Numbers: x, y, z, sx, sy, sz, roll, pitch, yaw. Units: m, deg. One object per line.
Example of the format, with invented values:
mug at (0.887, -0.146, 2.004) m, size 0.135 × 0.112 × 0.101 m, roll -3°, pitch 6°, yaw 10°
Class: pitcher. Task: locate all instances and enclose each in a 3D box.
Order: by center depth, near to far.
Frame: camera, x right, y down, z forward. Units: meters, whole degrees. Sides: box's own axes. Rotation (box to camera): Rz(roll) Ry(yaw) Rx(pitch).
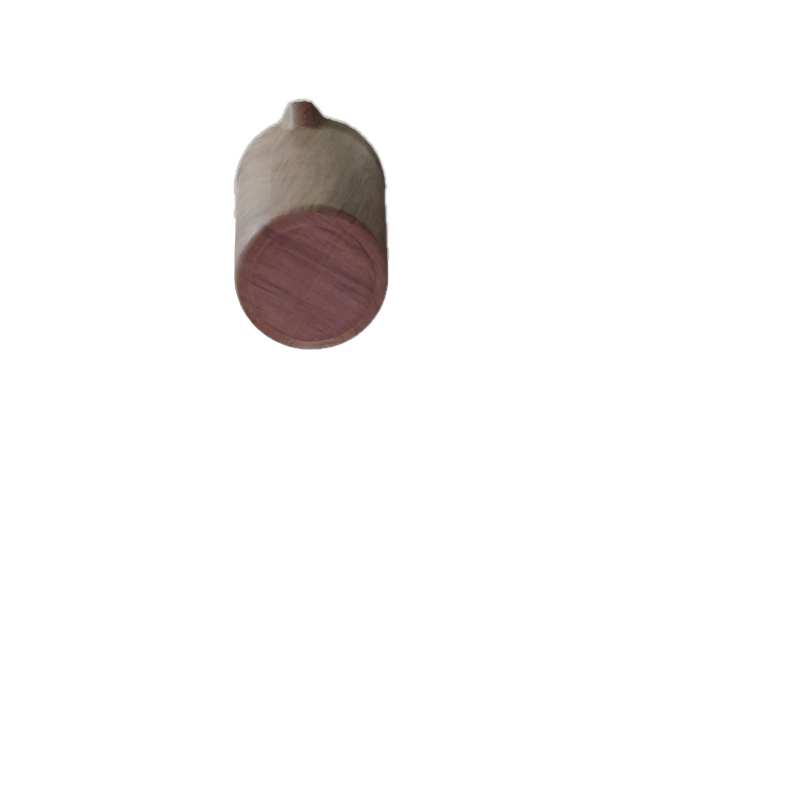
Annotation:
pitcher at (-0.069, -0.126, 0.880) m, size 0.144 × 0.143 × 0.256 m, roll 38°, pitch 17°, yaw -18°
